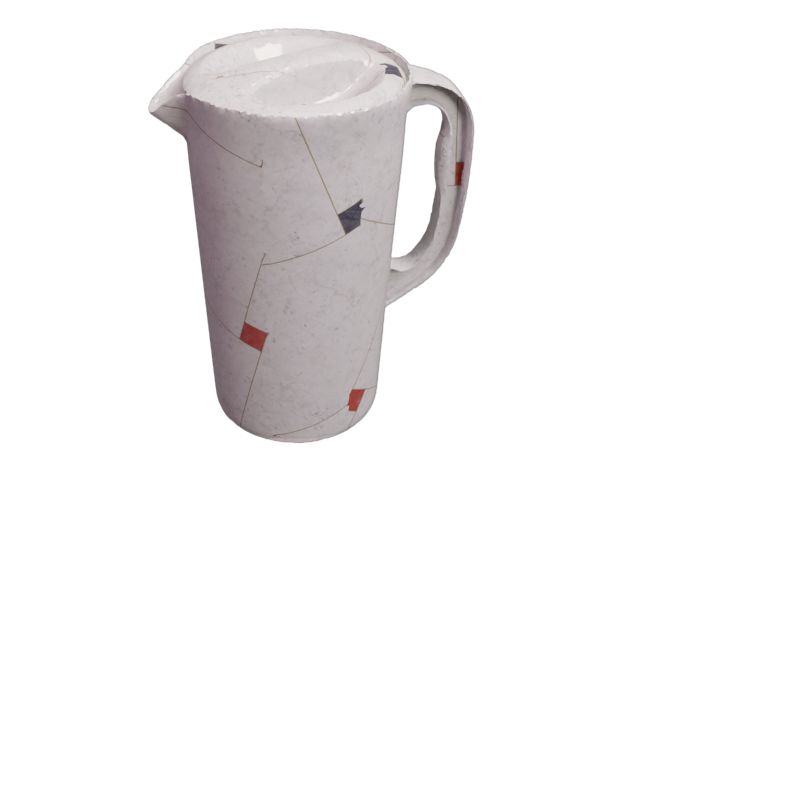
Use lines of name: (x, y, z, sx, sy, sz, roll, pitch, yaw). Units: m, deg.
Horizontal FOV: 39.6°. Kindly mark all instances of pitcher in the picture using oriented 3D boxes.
pitcher: (-0.054, -0.098, 0.685, 0.157, 0.228, 0.147, 22, 39, 26)
